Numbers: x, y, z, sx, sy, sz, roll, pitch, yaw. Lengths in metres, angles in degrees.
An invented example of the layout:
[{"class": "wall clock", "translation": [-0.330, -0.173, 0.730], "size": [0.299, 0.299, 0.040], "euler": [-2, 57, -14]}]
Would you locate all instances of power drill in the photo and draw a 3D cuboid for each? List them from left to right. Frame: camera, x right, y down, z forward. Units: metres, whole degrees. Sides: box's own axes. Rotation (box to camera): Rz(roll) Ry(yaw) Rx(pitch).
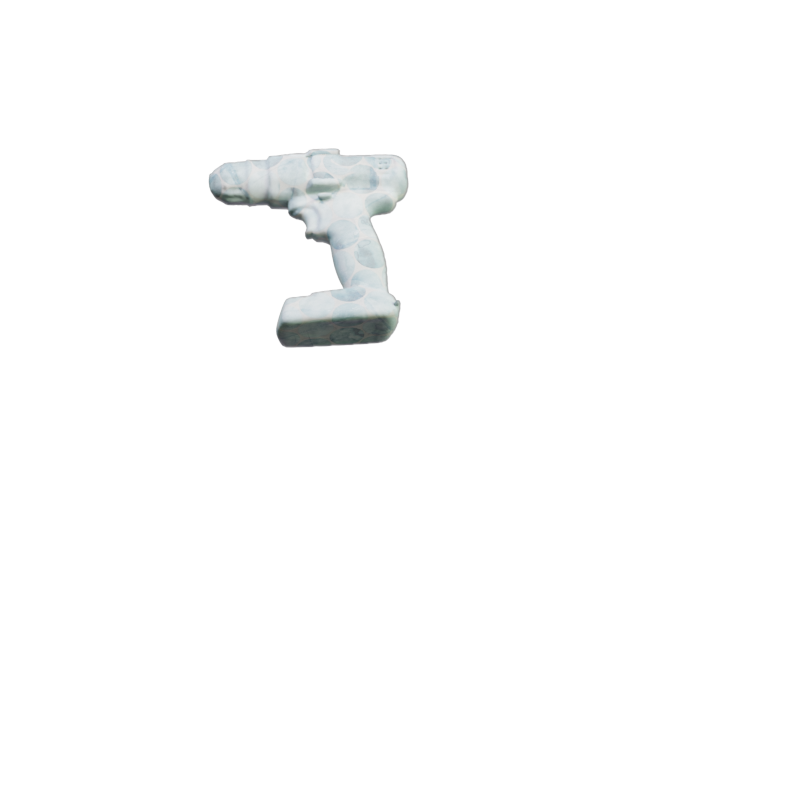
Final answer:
[{"class": "power drill", "translation": [-0.078, -0.141, 0.990], "size": [0.184, 0.200, 0.054], "euler": [-4, -29, -3]}]
